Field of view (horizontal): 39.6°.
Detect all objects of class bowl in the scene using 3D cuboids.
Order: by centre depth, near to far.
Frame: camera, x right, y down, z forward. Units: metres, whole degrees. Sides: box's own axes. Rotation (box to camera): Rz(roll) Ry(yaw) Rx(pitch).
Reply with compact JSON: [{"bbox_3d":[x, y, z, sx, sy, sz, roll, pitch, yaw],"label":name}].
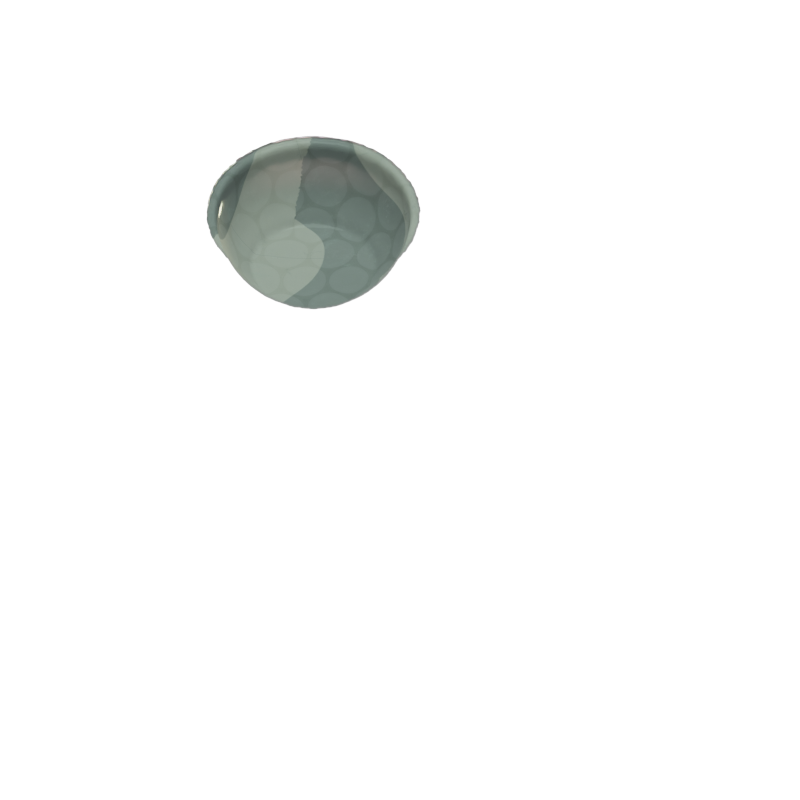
[{"bbox_3d":[-0.065,-0.118,0.824,0.162,0.059,0.151,1,-40,-1],"label":"bowl"}]
